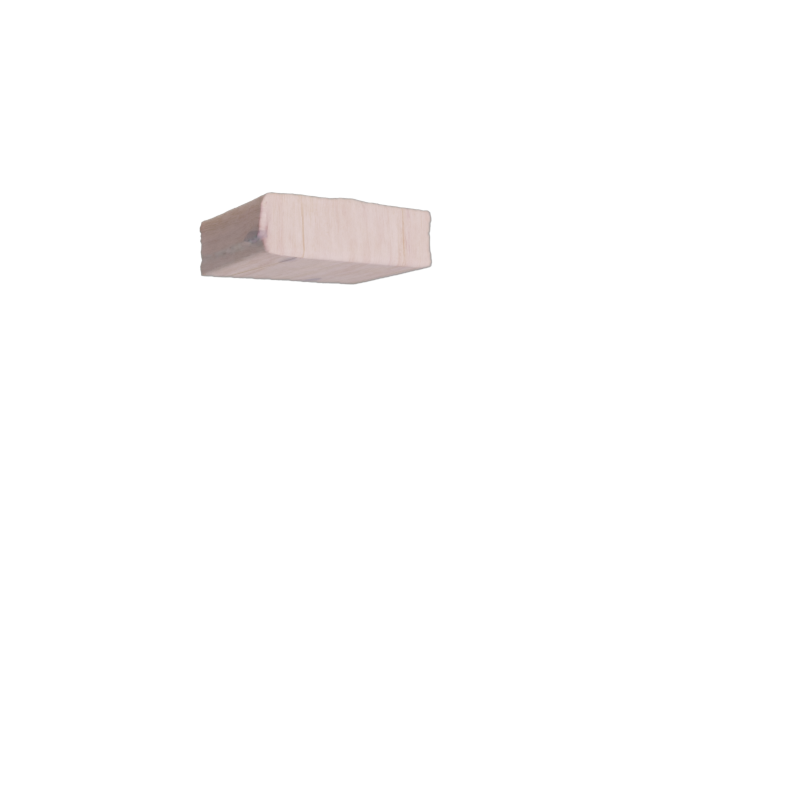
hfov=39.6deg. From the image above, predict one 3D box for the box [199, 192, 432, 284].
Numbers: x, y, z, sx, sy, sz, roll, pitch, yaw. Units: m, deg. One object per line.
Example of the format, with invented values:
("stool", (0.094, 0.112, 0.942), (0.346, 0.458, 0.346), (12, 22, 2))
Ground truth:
("box", (-0.041, -0.075, 0.526), (0.086, 0.031, 0.075), (2, -4, -30))
